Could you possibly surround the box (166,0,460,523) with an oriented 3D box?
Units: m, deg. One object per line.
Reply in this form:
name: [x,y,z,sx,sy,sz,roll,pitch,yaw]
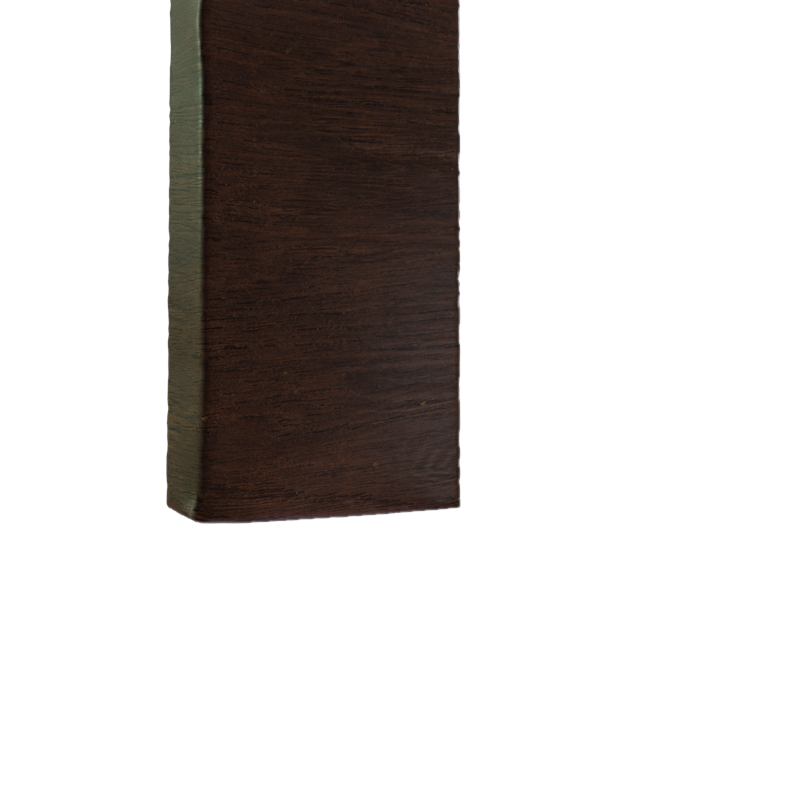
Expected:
box: [-0.029,-0.052,0.367,0.090,0.178,0.049,1,-4,-25]
